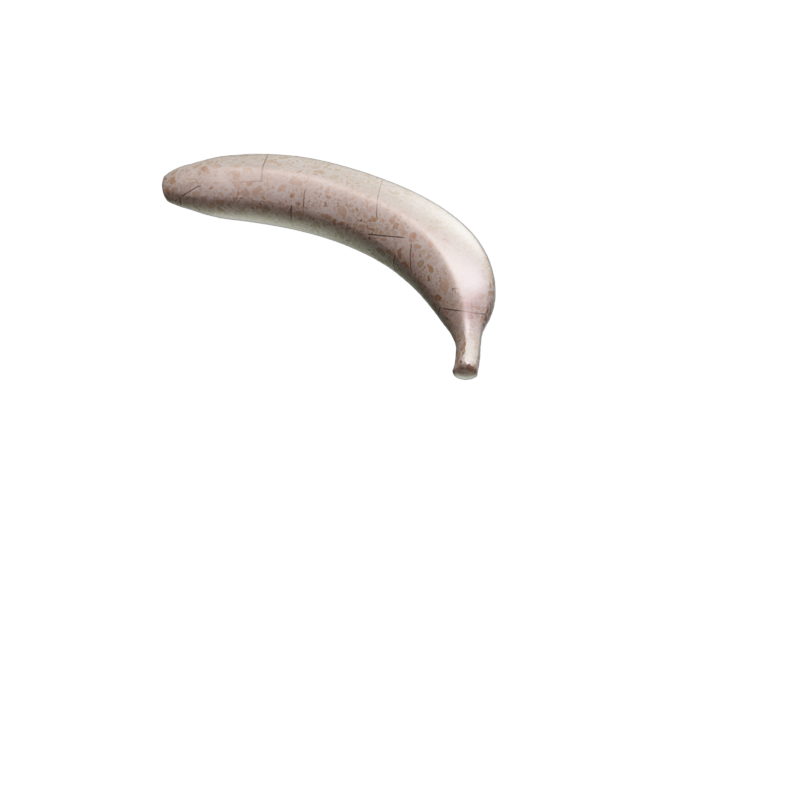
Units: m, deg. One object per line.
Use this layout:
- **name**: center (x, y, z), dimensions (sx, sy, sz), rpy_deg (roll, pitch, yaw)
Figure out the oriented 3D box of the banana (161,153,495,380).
- **banana**: center (-0.027, -0.084, 0.536), dimensions (0.210, 0.034, 0.070), rpy_deg (31, 51, 29)
